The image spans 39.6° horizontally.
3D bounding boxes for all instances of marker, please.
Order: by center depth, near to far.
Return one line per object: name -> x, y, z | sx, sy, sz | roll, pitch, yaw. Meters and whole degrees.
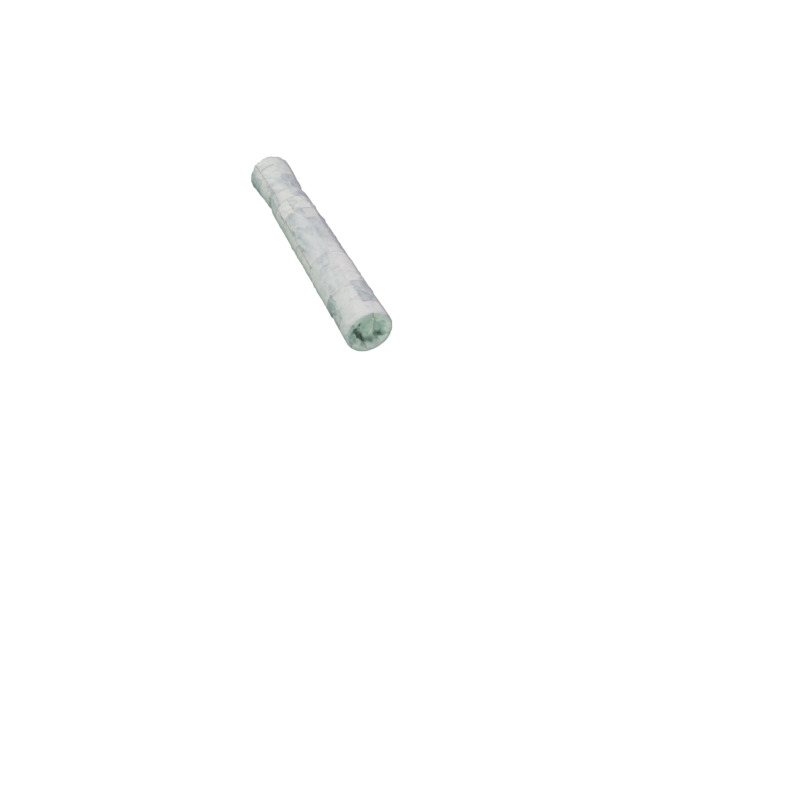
marker -> -0.036, -0.065, 0.455 | 0.019, 0.019, 0.131 | -2, 39, -27
